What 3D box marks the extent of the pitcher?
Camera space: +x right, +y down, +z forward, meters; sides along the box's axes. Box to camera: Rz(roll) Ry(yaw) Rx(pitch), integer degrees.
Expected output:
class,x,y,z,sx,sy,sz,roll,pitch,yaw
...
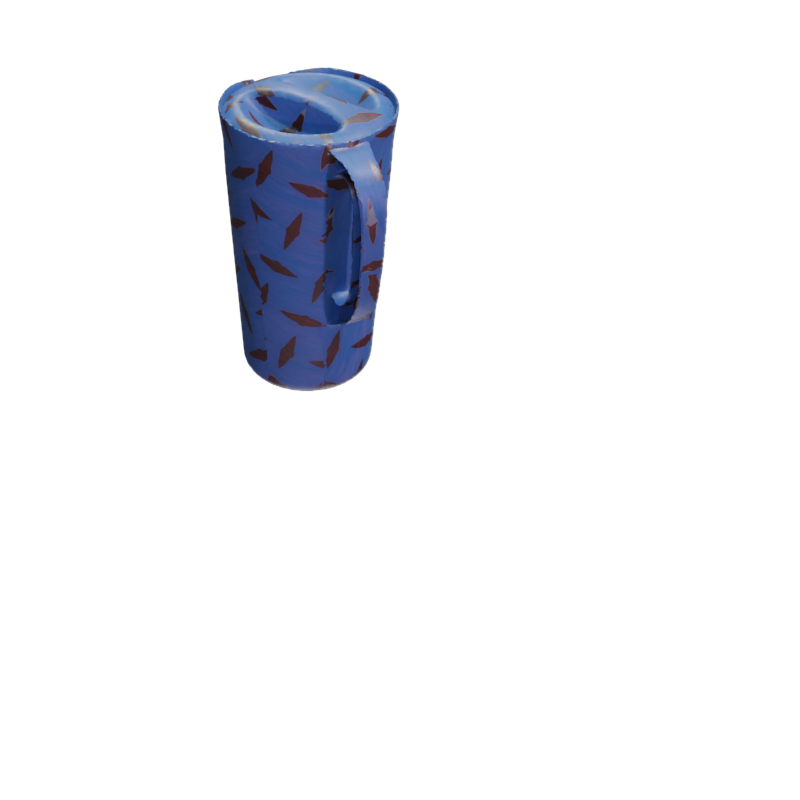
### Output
class,x,y,z,sx,sy,sz,roll,pitch,yaw
pitcher,-0.068,-0.124,0.865,0.148,0.227,0.156,11,37,12
